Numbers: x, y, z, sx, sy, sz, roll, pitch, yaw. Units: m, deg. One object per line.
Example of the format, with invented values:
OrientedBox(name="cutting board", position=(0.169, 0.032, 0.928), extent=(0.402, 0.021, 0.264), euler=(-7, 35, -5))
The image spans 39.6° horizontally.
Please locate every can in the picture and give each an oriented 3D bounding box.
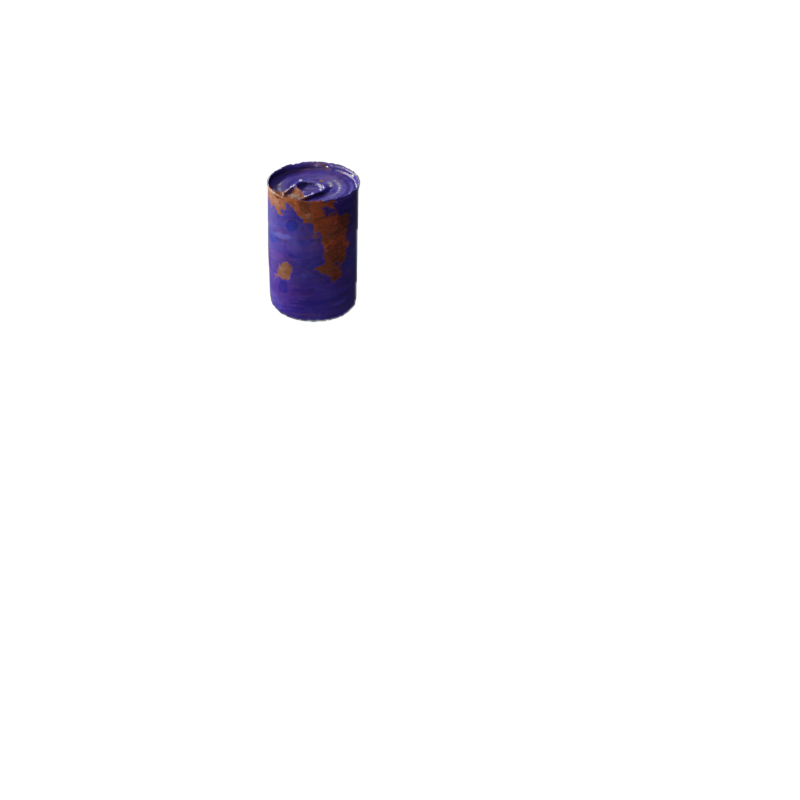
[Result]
OrientedBox(name="can", position=(-0.065, -0.118, 0.830), extent=(0.068, 0.096, 0.073), euler=(0, 32, -3))
